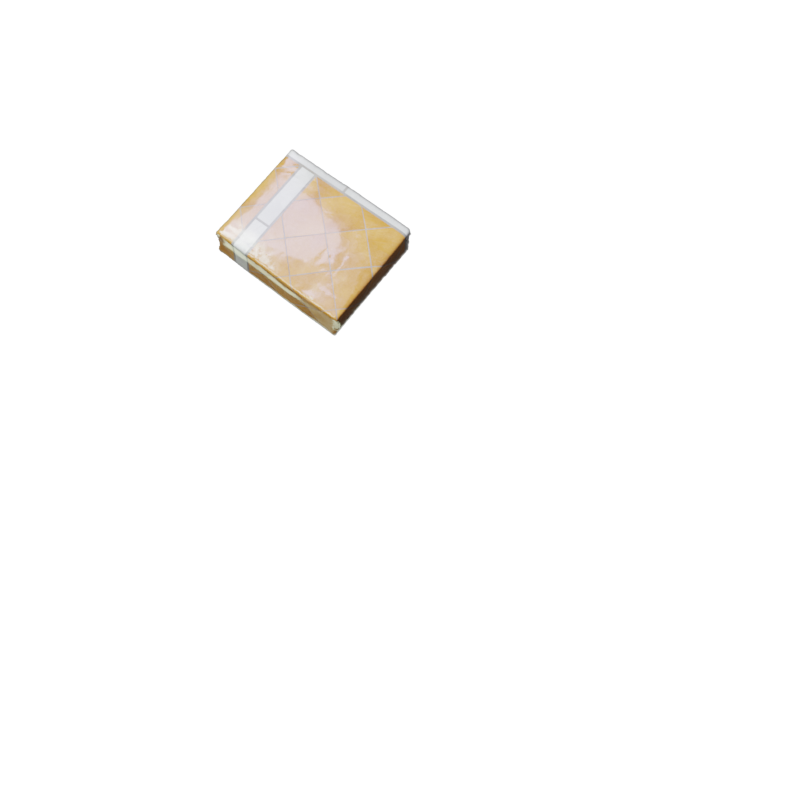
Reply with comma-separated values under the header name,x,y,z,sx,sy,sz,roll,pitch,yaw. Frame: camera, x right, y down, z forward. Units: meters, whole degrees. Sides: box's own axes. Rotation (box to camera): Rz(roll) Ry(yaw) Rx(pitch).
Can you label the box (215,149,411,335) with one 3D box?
name,x,y,z,sx,sy,sz,roll,pitch,yaw
box,-0.063,-0.116,0.810,0.118,0.092,0.037,34,-21,15
